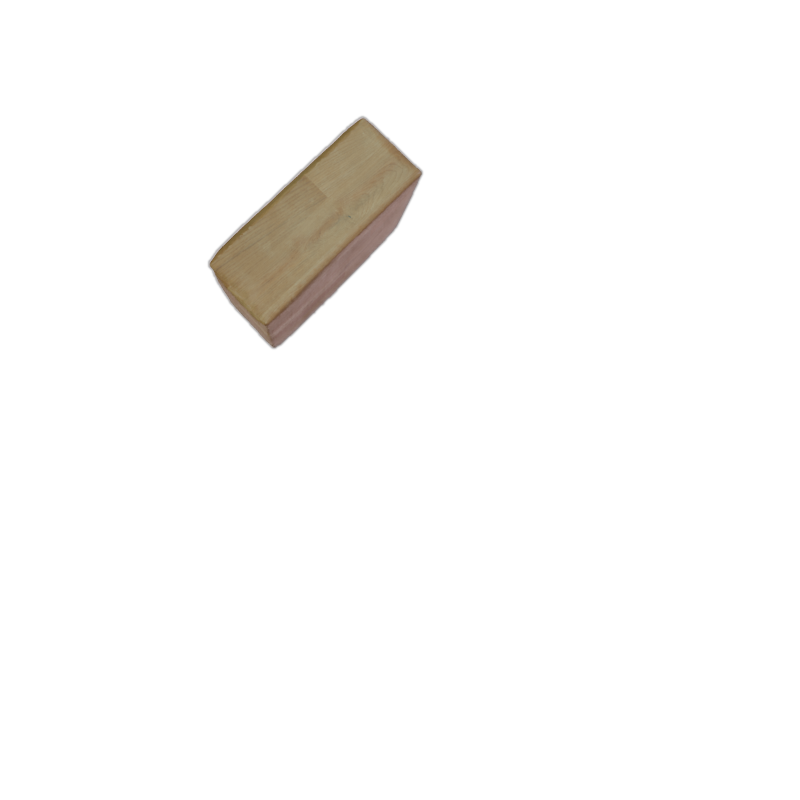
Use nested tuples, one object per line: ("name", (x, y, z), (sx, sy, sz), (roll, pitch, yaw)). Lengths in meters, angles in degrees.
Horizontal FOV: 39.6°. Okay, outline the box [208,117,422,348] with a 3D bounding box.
("box", (-0.071, -0.130, 0.908), (0.072, 0.165, 0.211), (45, -6, -1))
